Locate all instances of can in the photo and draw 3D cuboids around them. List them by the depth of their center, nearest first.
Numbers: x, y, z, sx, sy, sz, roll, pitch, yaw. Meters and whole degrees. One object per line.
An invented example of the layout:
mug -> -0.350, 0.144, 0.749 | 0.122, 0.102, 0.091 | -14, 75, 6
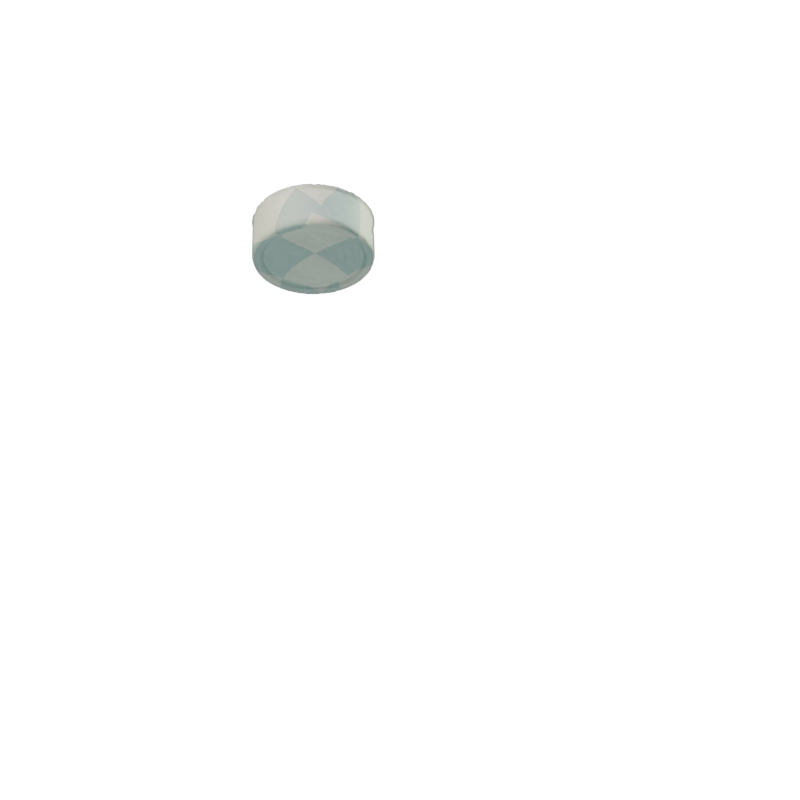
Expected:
can -> -0.060, -0.110, 0.768 | 0.086, 0.036, 0.080 | 1, -32, -2
